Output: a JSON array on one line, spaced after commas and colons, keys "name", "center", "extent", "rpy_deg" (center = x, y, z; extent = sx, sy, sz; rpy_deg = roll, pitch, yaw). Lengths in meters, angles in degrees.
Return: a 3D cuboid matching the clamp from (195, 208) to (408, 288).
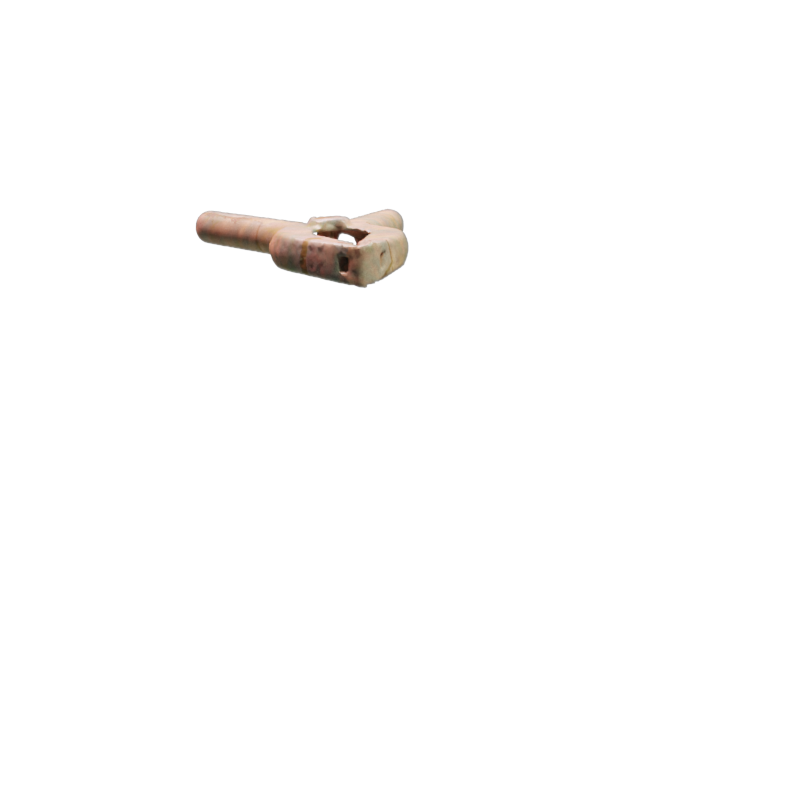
[{"name": "clamp", "center": [-0.062, -0.112, 0.786], "extent": [0.163, 0.035, 0.218], "rpy_deg": [-2, 16, -9]}]
